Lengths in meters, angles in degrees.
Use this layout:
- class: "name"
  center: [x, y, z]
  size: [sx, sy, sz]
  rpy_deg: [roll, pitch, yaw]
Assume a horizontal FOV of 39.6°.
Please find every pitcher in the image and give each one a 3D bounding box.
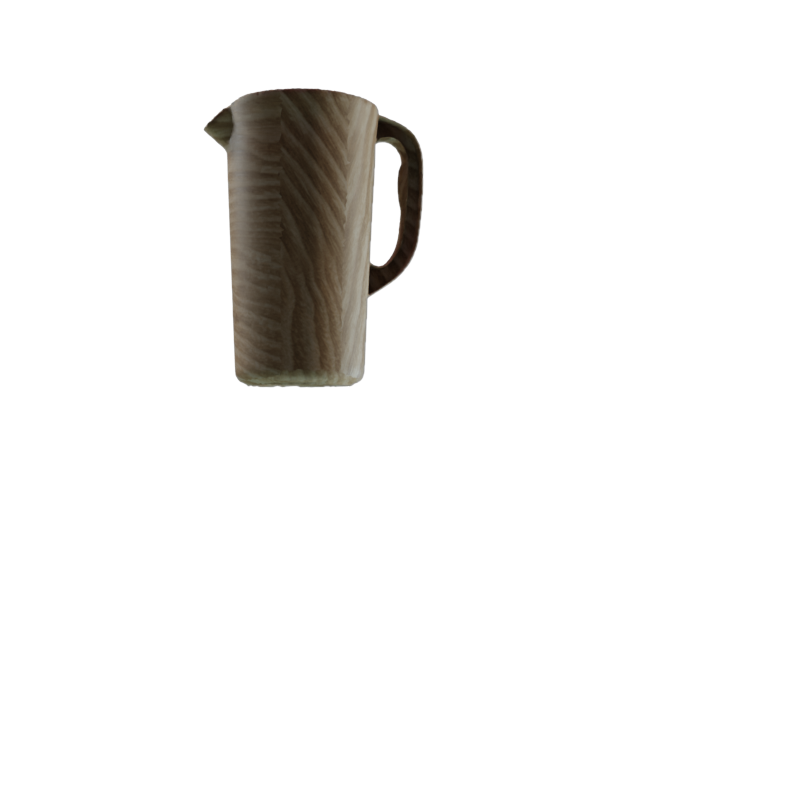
- class: "pitcher"
  center: [-0.074, -0.134, 0.940]
  size: [0.154, 0.248, 0.138]
  rpy_deg: [-5, -8, 32]
